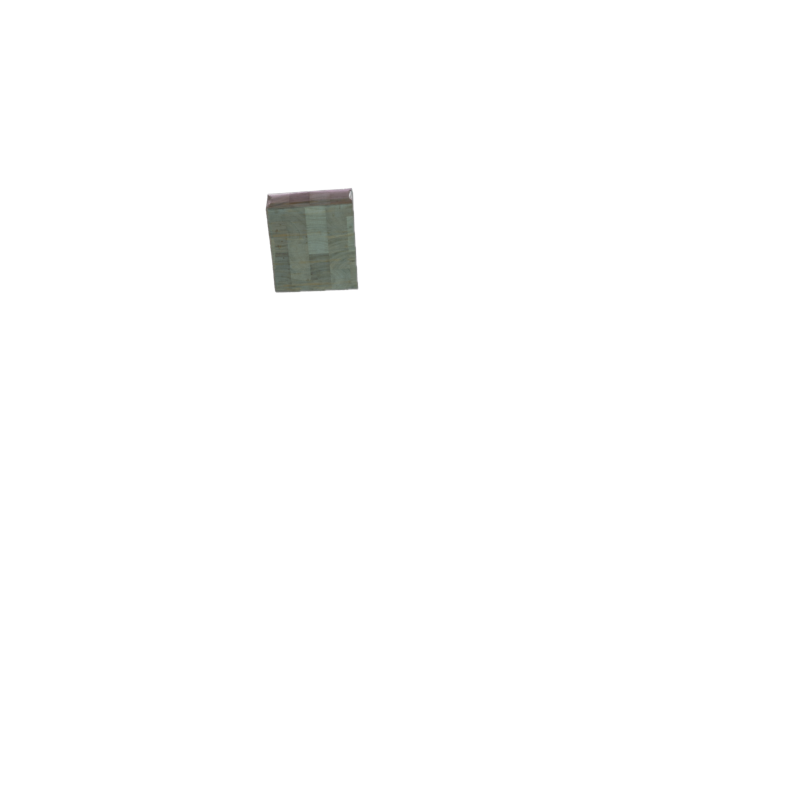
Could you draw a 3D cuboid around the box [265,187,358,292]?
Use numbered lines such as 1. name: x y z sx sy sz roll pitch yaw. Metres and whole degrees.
1. box: -0.074 -0.135 0.949 0.073 0.083 0.032 -3 35 1
